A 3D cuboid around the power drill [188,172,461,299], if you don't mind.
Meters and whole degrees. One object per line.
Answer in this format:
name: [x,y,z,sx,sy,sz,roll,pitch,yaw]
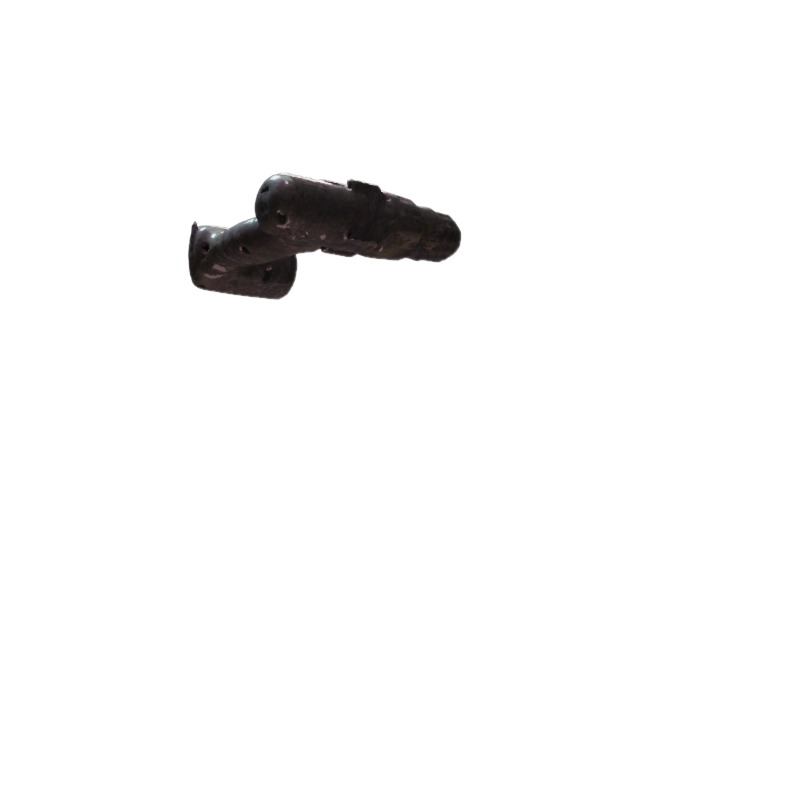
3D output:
power drill: [-0.070,-0.128,0.895,0.175,0.059,0.190,9,-15,-37]
